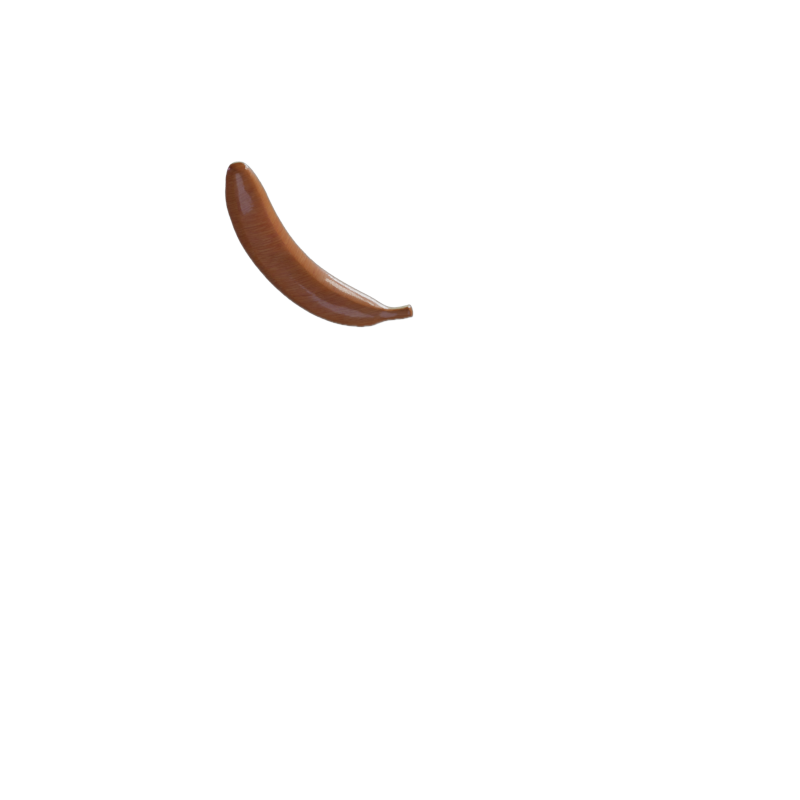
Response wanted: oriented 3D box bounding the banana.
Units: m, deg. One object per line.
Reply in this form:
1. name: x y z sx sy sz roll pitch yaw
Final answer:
1. banana: -0.080 -0.114 0.897 0.188 0.069 0.039 38 26 -22
